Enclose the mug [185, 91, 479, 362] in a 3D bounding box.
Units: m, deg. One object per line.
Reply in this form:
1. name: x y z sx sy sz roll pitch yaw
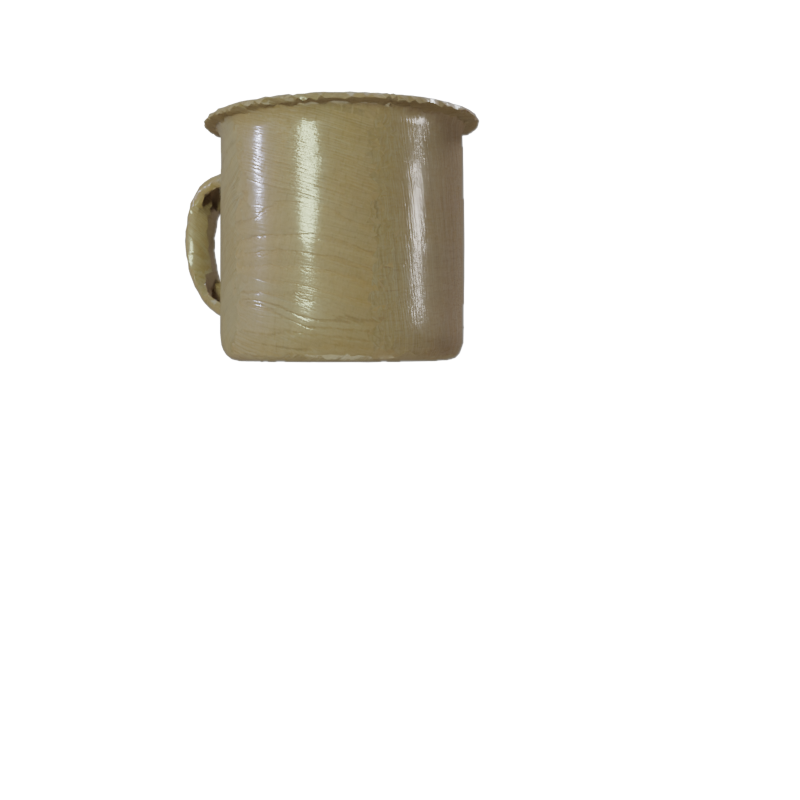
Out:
1. mug: -0.030 -0.054 0.382 0.121 0.082 0.089 0 0 34
